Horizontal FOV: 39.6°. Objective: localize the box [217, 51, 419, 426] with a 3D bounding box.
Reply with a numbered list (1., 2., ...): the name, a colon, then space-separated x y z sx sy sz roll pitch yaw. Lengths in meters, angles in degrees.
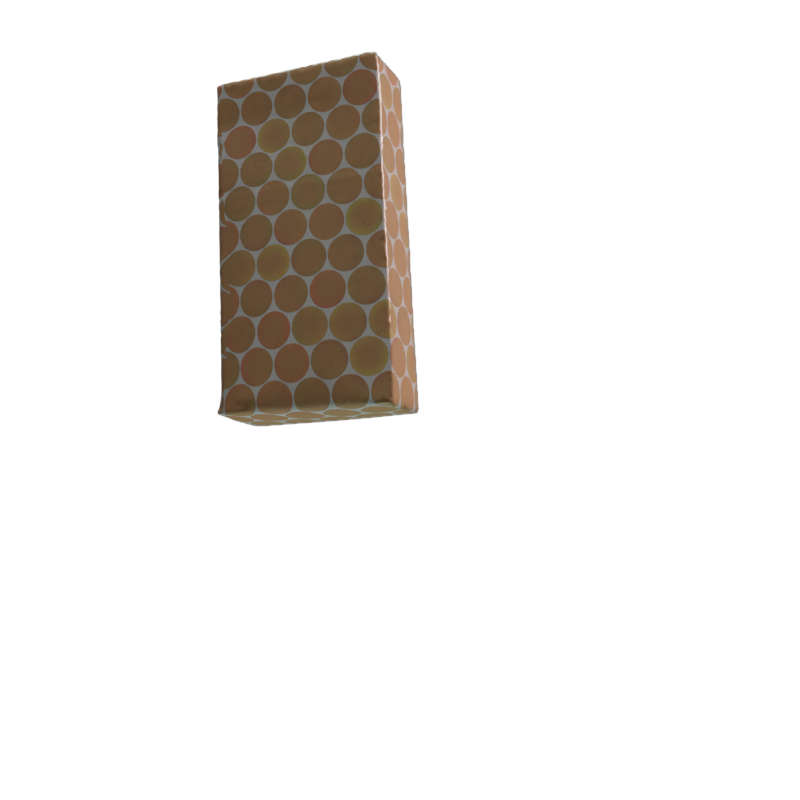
1. box: -0.043 -0.080 0.558 0.095 0.183 0.045 -7 -18 22
